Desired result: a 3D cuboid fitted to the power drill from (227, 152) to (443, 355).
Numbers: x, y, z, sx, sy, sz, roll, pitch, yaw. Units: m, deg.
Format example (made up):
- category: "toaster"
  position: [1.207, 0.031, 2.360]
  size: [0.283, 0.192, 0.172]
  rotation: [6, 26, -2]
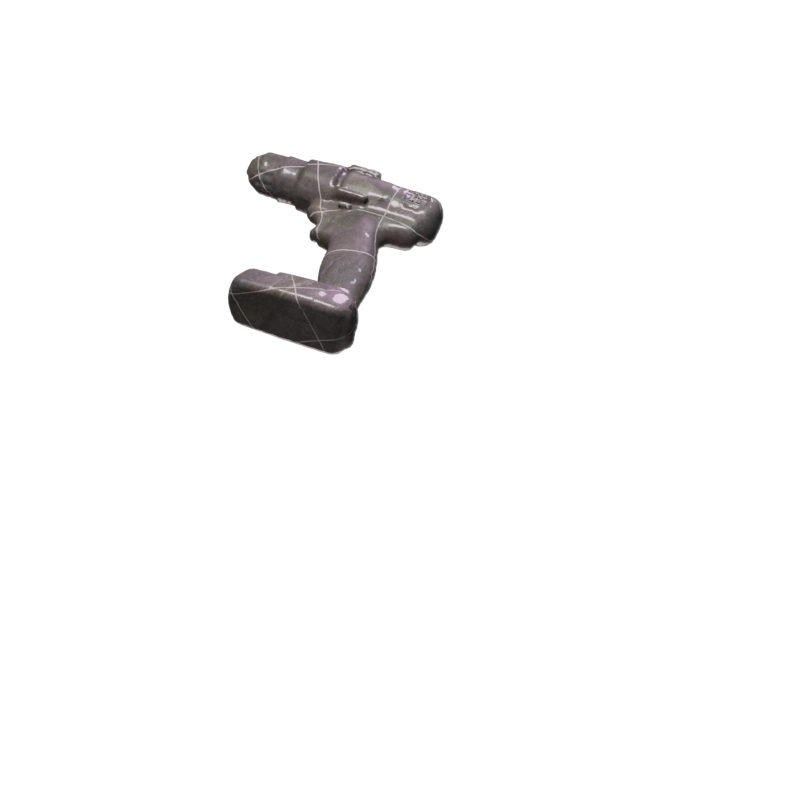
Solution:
- category: "power drill"
  position: [-0.074, -0.135, 0.946]
  size: [0.190, 0.196, 0.053]
  rotation: [16, -41, 14]
